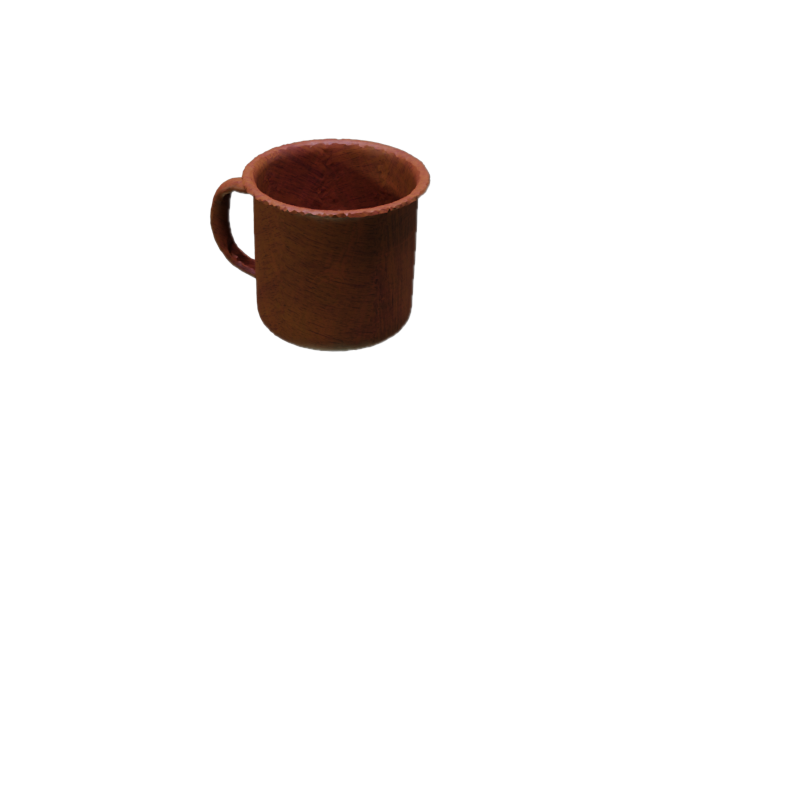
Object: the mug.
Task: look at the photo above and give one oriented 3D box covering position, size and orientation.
[{"bbox_3d":[-0.044,-0.081,0.568,0.121,0.077,0.096,12,33,17],"label":"mug"}]
